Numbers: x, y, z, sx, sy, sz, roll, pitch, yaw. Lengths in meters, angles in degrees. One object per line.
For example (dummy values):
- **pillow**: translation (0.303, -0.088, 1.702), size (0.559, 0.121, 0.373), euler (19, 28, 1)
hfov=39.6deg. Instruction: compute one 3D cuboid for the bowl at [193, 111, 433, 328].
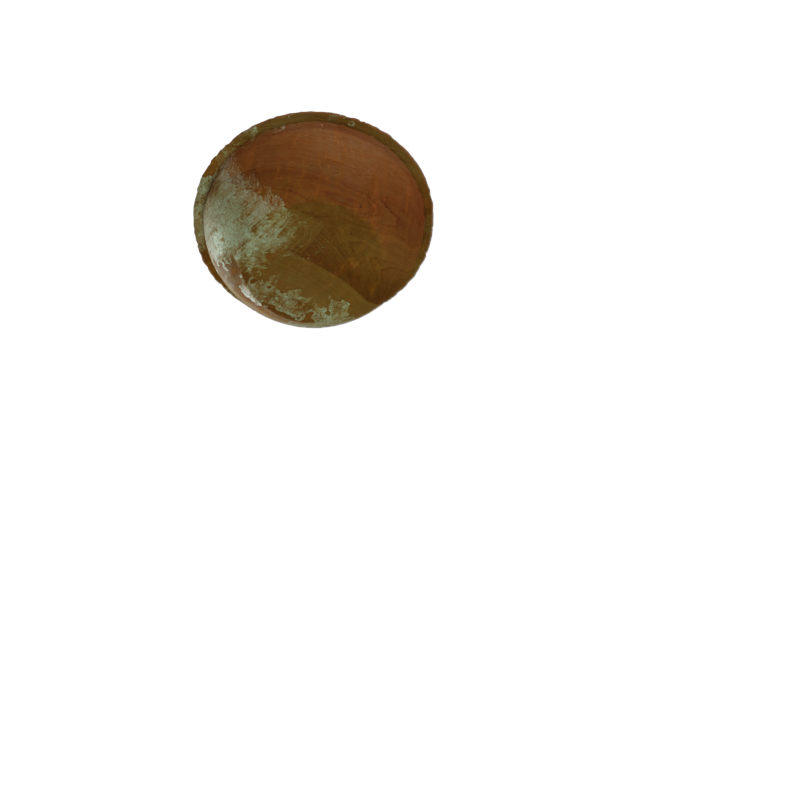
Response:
- **bowl**: translation (-0.056, -0.103, 0.720), size (0.162, 0.152, 0.059), euler (1, 32, -1)
